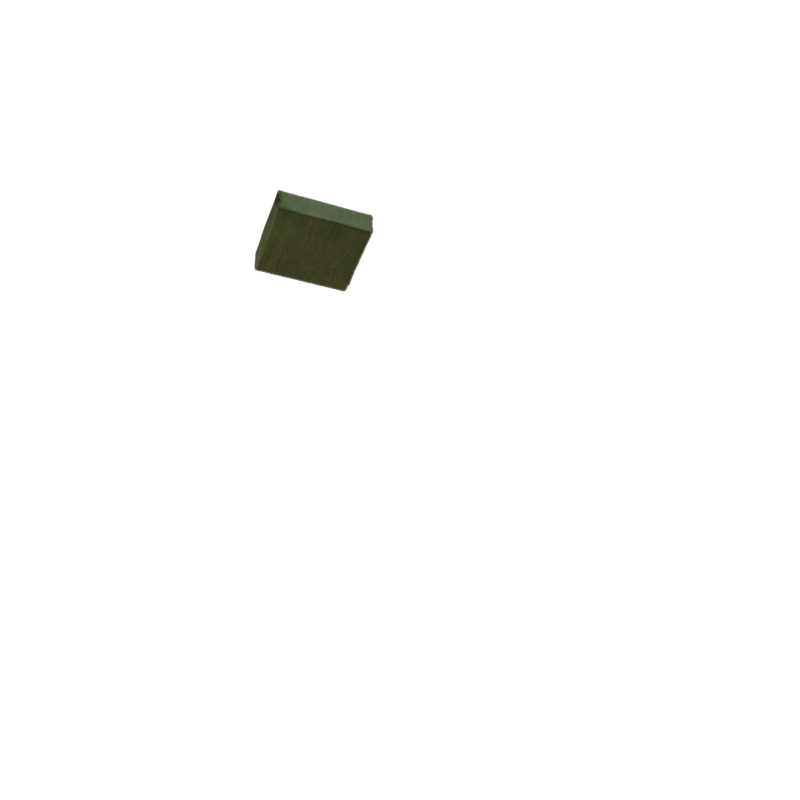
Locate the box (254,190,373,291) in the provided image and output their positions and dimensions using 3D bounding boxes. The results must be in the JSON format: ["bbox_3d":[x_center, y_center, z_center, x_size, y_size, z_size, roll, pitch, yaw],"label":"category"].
[{"bbox_3d":[-0.076,-0.140,0.978,0.087,0.070,0.032,14,40,-12],"label":"box"}]
